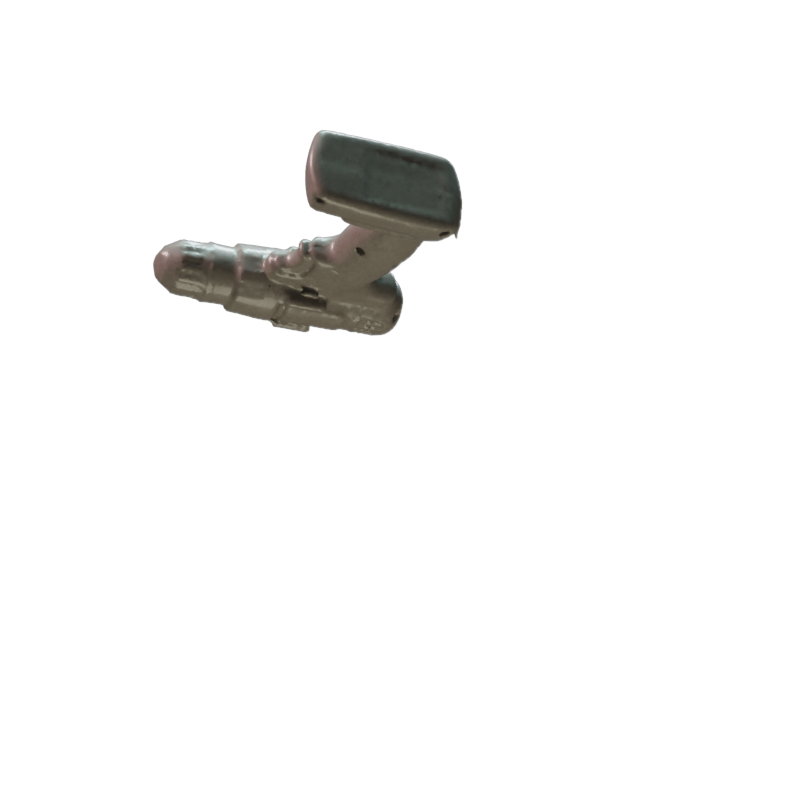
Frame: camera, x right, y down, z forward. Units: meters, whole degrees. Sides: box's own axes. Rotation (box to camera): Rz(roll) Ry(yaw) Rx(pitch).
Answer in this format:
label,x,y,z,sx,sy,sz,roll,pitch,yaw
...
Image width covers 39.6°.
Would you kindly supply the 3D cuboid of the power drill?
label,x,y,z,sx,sy,sz,roll,pitch,yaw
power drill,-0.058,-0.106,0.743,0.179,0.061,0.184,9,-23,-21
